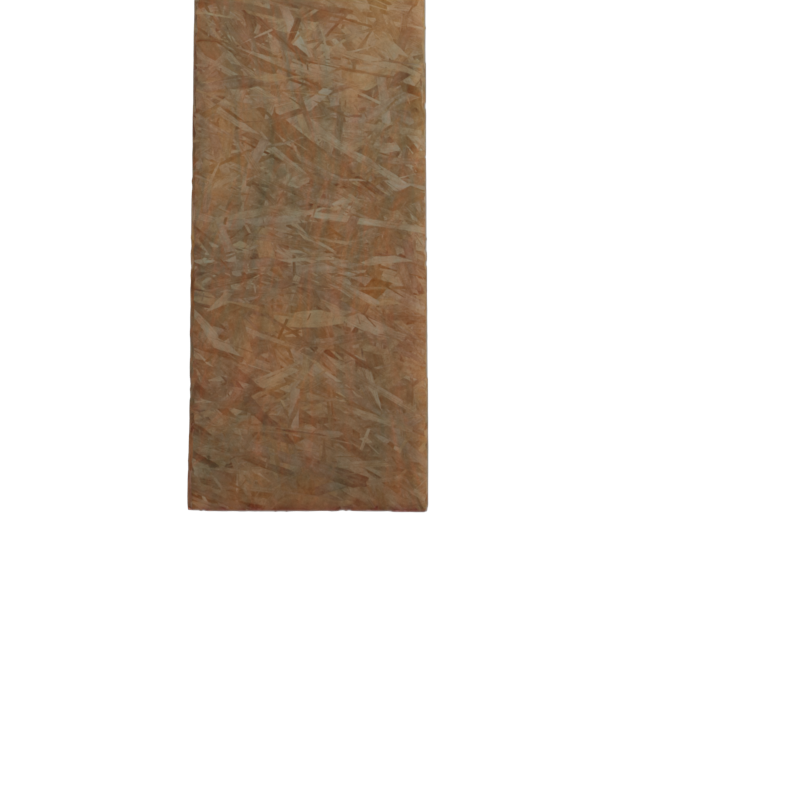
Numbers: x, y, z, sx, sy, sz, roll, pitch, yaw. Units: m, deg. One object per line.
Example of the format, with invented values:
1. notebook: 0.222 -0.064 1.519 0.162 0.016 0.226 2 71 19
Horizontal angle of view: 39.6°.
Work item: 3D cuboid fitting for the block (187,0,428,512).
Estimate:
1. block: -0.035 -0.065 0.455 0.090 0.209 0.089 0 -5 1
